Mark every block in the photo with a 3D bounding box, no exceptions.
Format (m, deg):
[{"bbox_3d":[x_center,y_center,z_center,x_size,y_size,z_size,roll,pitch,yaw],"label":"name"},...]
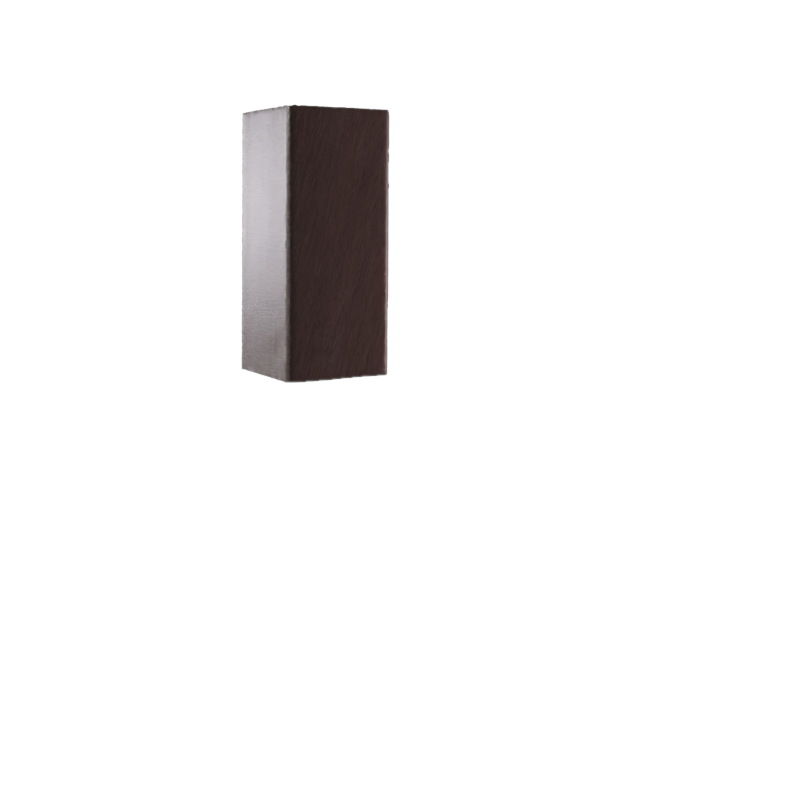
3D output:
[{"bbox_3d":[-0.068,-0.125,0.874,0.087,0.205,0.094,-2,3,-30],"label":"block"}]
